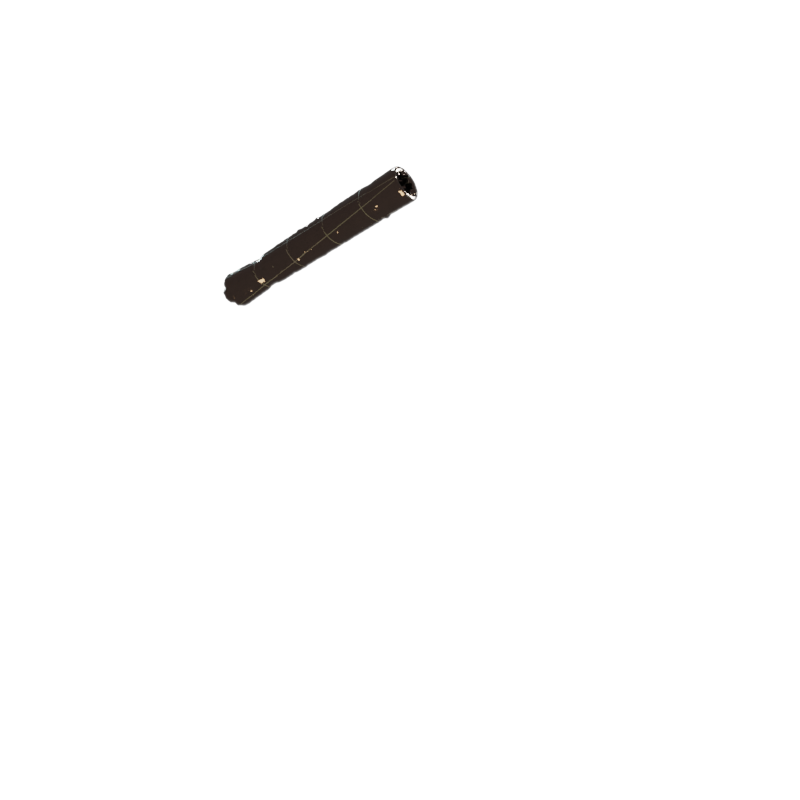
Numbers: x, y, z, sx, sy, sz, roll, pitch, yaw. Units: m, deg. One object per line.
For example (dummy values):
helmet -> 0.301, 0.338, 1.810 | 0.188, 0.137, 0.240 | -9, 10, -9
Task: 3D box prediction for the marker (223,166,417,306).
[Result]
marker -> -0.044, -0.080, 0.560 | 0.121, 0.020, 0.019 | -28, -11, 29
